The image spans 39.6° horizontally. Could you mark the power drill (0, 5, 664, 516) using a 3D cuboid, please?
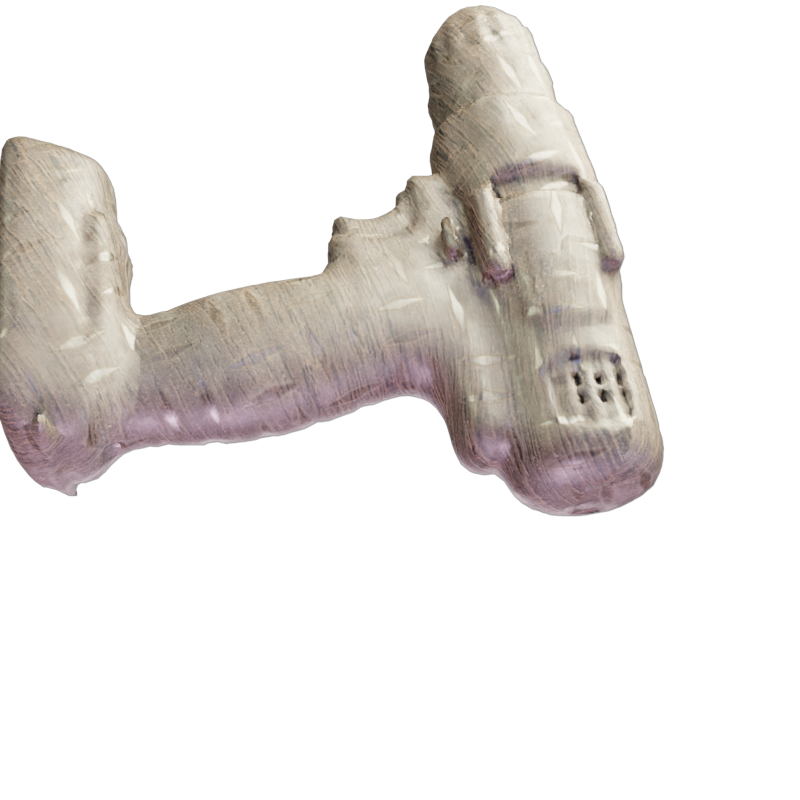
[{"bbox_3d":[-0.027,-0.049,0.346,0.187,0.198,0.054,-6,-33,-4],"label":"power drill"}]
